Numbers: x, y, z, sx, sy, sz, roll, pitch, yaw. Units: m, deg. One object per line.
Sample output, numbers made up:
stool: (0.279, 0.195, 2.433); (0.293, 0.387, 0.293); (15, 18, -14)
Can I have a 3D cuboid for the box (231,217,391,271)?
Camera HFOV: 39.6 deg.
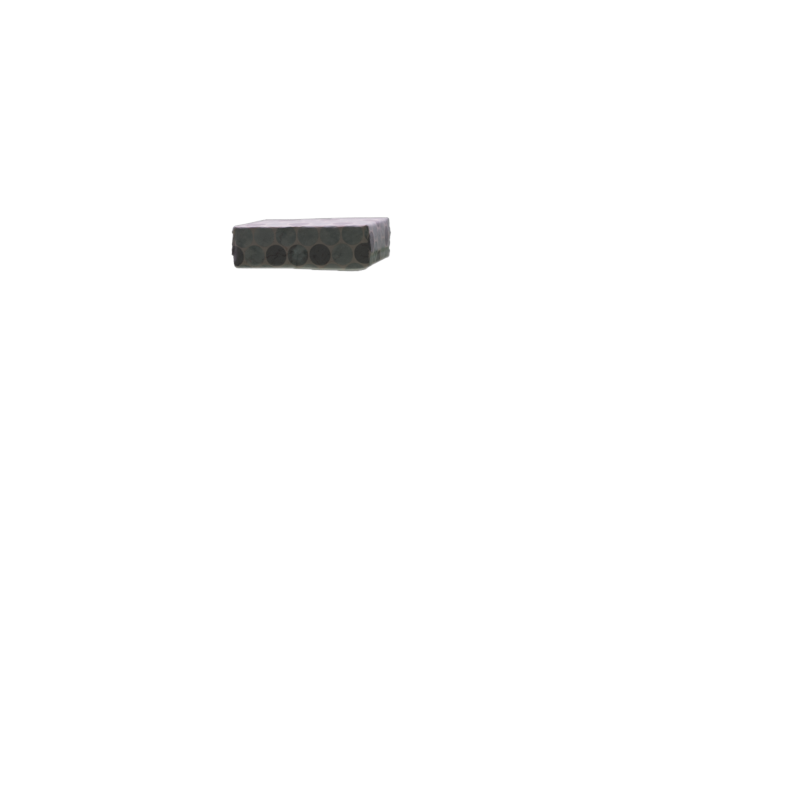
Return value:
box: (-0.071, -0.129, 0.905); (0.116, 0.038, 0.090); (3, 13, 12)
